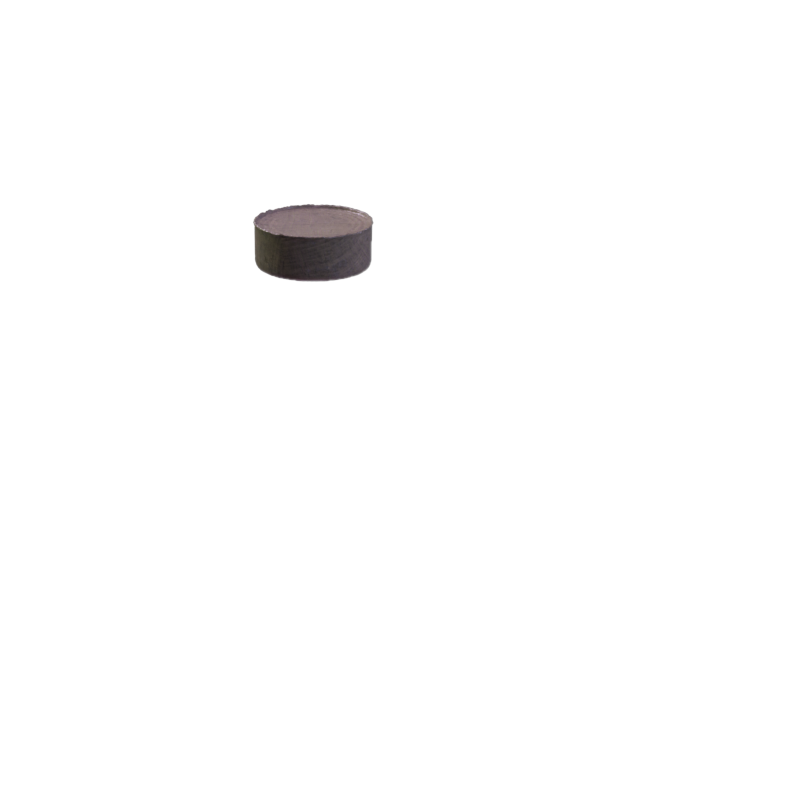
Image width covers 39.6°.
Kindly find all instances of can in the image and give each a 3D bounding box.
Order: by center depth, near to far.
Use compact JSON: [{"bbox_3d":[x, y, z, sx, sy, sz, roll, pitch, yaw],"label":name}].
[{"bbox_3d":[-0.062,-0.114,0.796,0.086,0.032,0.090,-1,23,-2],"label":"can"}]
